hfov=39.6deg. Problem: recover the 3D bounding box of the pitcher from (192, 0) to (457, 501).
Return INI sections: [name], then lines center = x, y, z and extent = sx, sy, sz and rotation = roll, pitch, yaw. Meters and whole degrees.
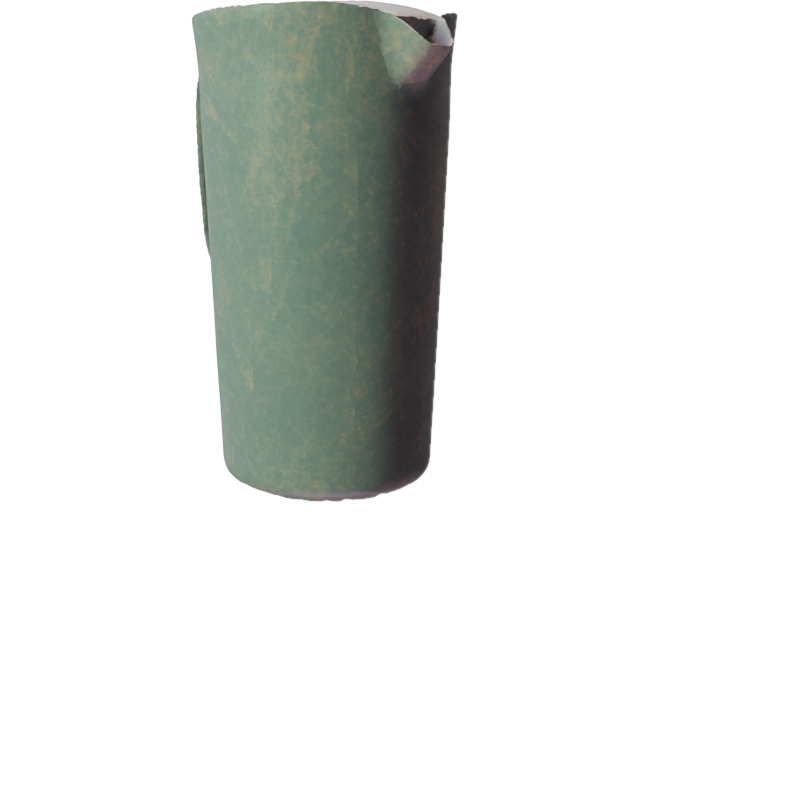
[pitcher]
center = -0.045, -0.082, 0.577
extent = 0.146, 0.239, 0.151
rotation = 1, 8, 2
